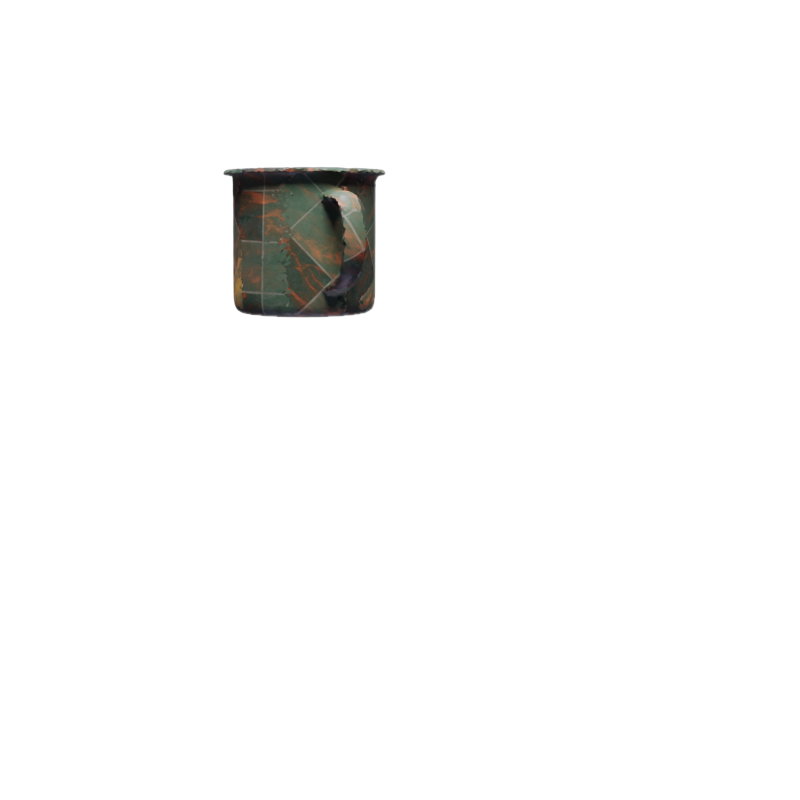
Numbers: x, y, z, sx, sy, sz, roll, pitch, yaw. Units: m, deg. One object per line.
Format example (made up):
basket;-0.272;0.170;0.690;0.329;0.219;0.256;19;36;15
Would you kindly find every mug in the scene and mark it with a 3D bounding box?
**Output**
mug;-0.049;-0.089;0.626;0.090;0.081;0.122;-3;7;-28
